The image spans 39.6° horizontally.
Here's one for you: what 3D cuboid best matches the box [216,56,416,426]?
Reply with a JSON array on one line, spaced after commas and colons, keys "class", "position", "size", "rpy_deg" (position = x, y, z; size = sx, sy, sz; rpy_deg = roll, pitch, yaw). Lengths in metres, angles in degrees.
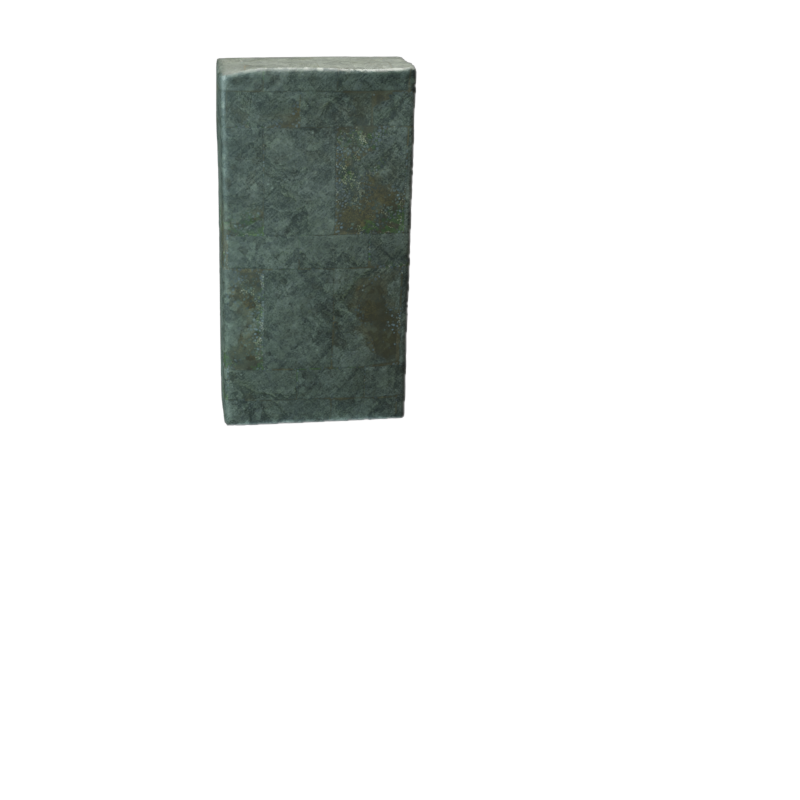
[{"class": "box", "position": [-0.042, -0.077, 0.541], "size": [0.092, 0.168, 0.051], "rpy_deg": [-2, 20, -8]}]
